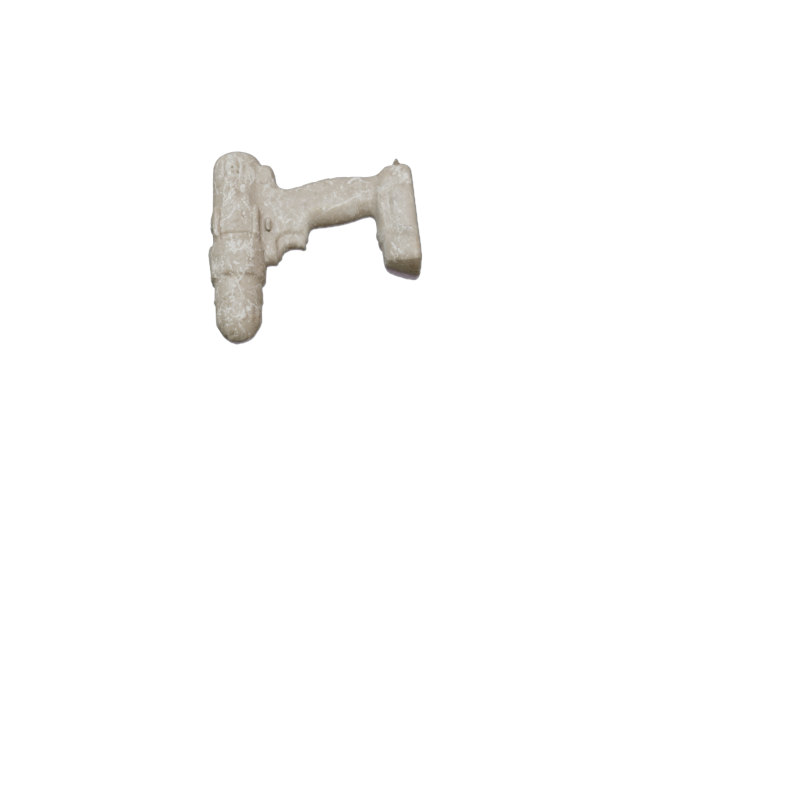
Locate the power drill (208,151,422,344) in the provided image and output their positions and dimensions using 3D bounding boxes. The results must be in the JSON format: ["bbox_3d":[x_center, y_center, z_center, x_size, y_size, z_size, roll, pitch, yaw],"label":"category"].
[{"bbox_3d":[-0.077,-0.141,0.989,0.187,0.195,0.054,-3,-23,-2],"label":"power drill"}]
